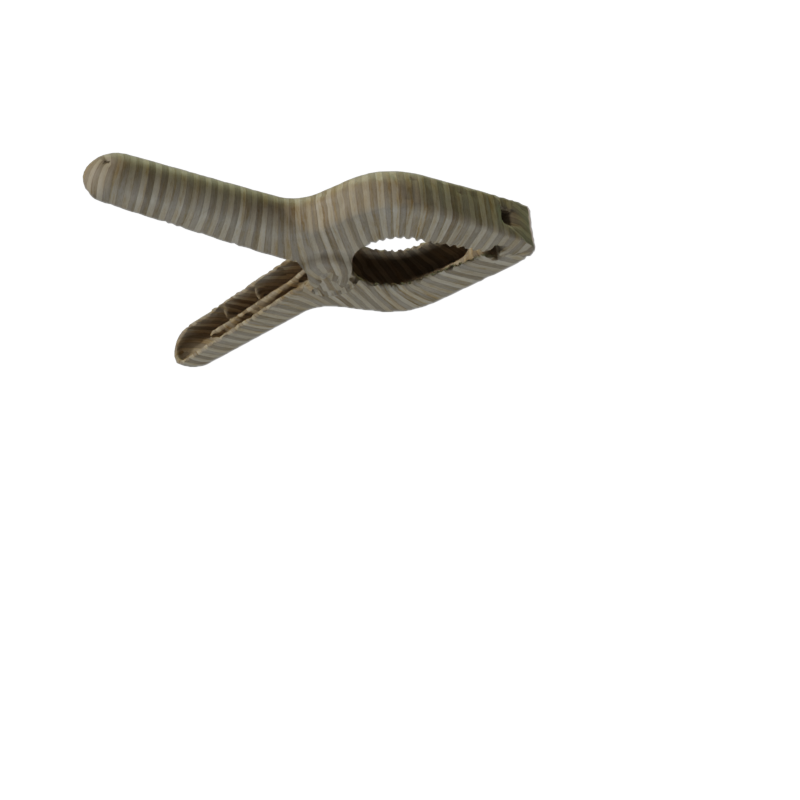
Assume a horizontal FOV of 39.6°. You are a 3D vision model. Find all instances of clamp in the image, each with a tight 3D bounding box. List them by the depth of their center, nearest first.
[{"bbox_3d":[-0.043,-0.078,0.547,0.212,0.039,0.152,-8,-32,13],"label":"clamp"}]
